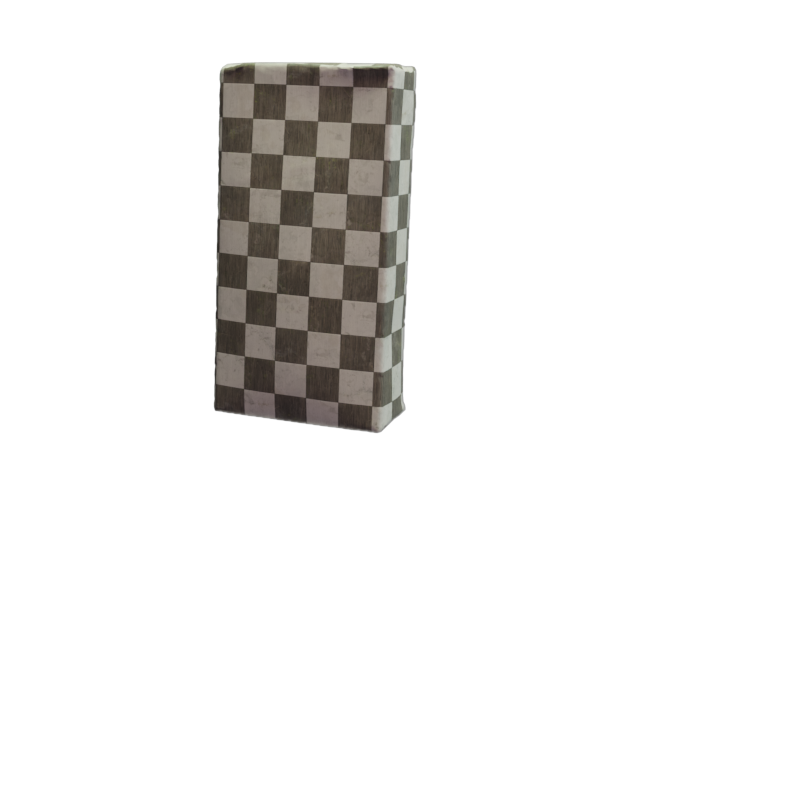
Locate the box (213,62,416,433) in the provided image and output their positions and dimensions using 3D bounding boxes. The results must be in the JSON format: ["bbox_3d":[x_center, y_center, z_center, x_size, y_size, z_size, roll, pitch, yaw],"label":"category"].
[{"bbox_3d":[-0.043,-0.079,0.552,0.096,0.172,0.048,5,10,20],"label":"box"}]
